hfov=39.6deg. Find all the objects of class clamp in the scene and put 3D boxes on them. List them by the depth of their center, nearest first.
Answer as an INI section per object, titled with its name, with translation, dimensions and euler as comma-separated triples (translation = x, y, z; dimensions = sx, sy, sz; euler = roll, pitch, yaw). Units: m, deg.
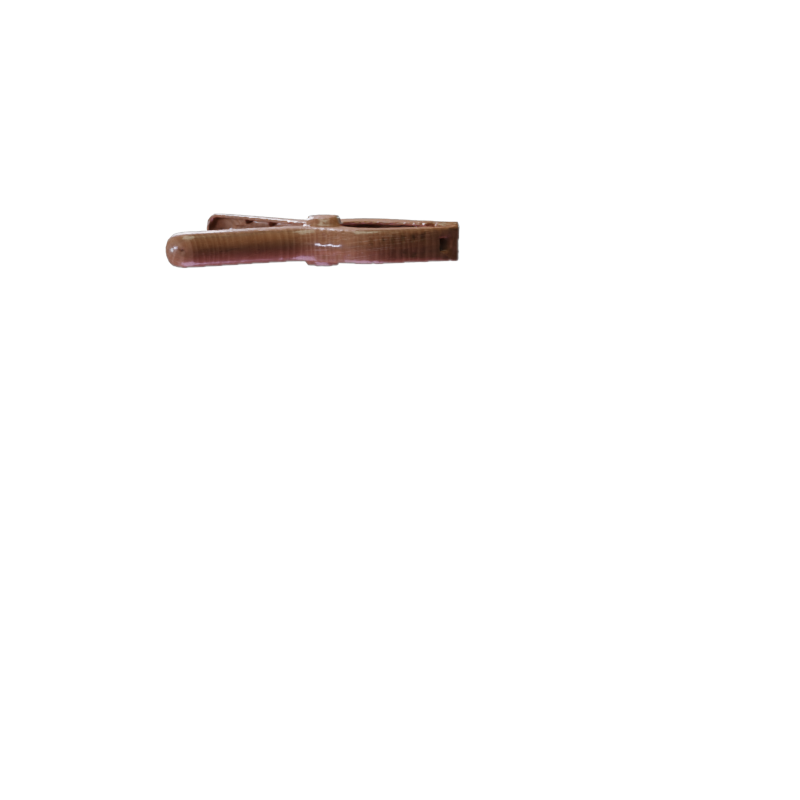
[clamp]
translation = -0.064, -0.116, 0.816
dimensions = 0.213, 0.035, 0.167
euler = 3, 15, 10
